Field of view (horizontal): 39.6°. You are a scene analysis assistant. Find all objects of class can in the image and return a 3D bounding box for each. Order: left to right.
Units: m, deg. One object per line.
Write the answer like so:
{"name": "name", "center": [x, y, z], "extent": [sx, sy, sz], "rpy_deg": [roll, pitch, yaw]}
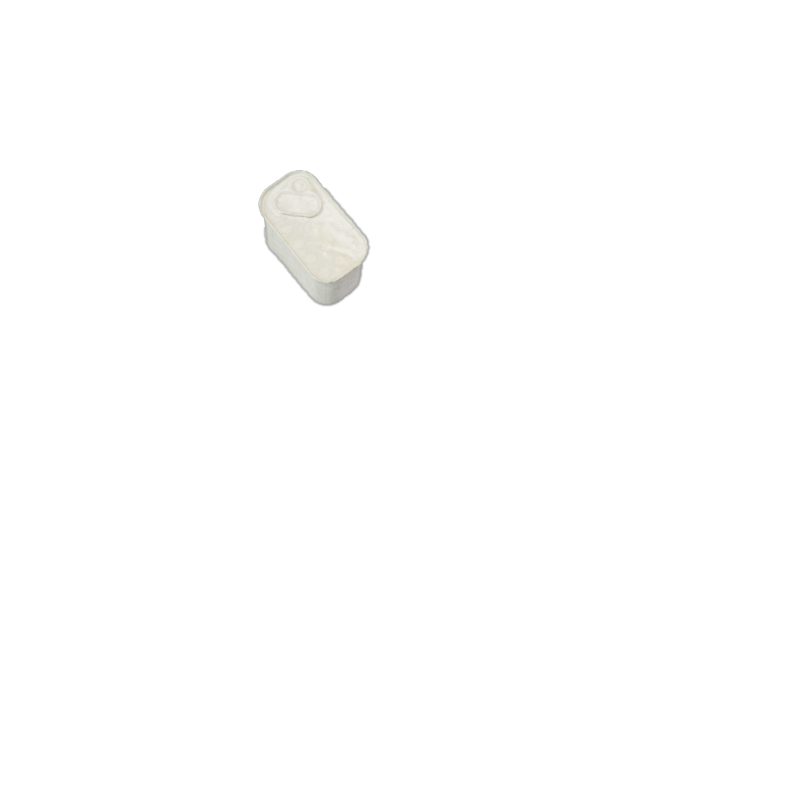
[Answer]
{"name": "can", "center": [-0.075, -0.137, 0.961], "extent": [0.058, 0.106, 0.081], "rpy_deg": [-37, -12, -11]}
